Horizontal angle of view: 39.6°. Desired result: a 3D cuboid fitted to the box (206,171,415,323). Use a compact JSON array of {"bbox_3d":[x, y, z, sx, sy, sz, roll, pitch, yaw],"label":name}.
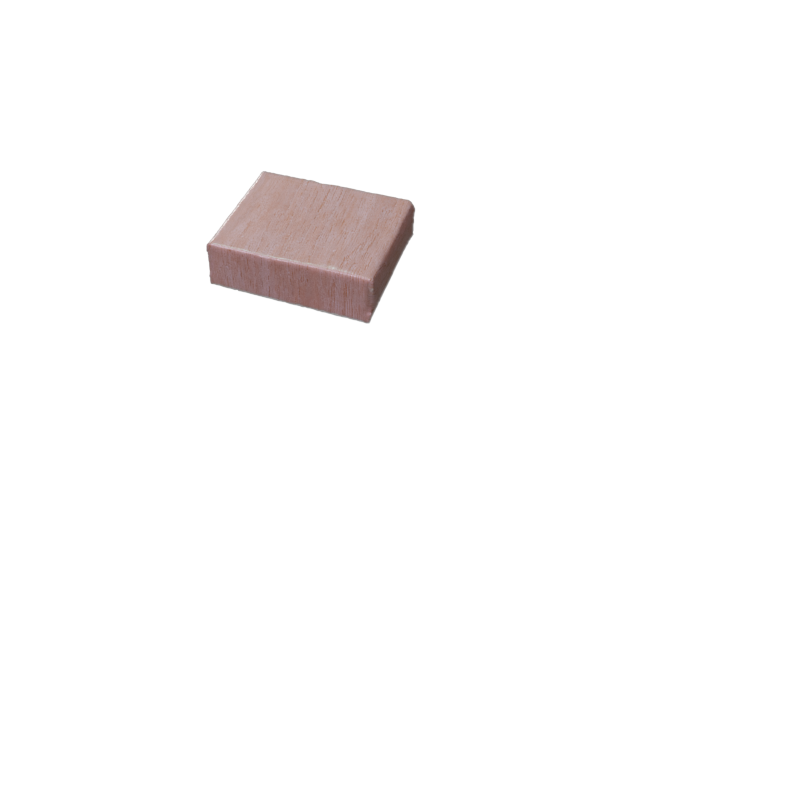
[{"bbox_3d":[-0.045,-0.082,0.575,0.092,0.028,0.076,13,43,14],"label":"box"}]
